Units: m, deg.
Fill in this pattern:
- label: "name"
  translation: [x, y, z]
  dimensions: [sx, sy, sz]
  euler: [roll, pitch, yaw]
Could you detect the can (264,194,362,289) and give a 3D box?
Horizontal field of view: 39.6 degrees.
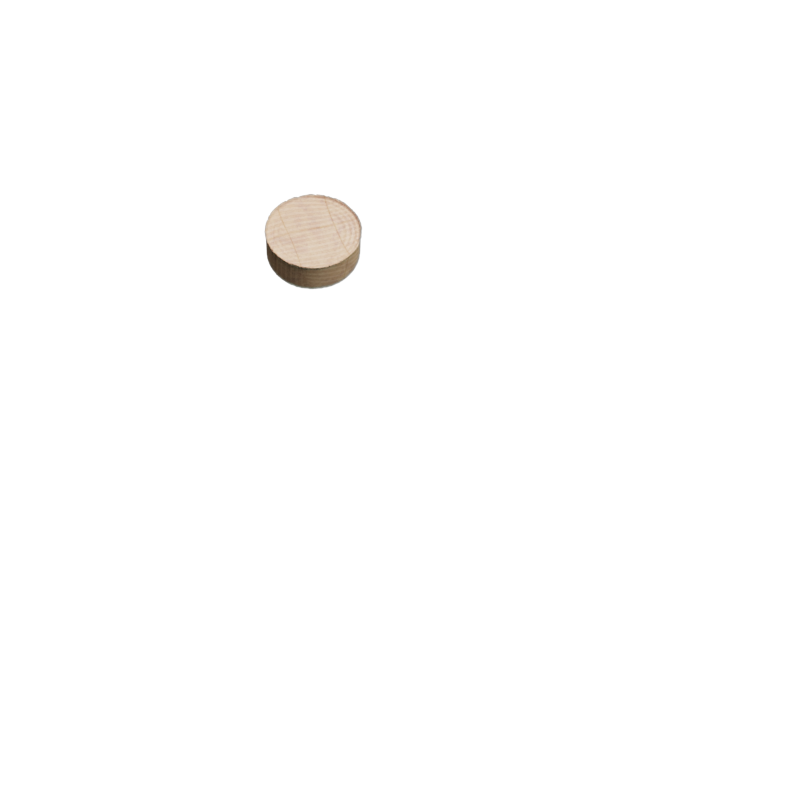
- label: "can"
  translation: [-0.077, -0.141, 0.989]
  dimensions: [0.086, 0.092, 0.031]
  euler: [-1, -37, -1]
